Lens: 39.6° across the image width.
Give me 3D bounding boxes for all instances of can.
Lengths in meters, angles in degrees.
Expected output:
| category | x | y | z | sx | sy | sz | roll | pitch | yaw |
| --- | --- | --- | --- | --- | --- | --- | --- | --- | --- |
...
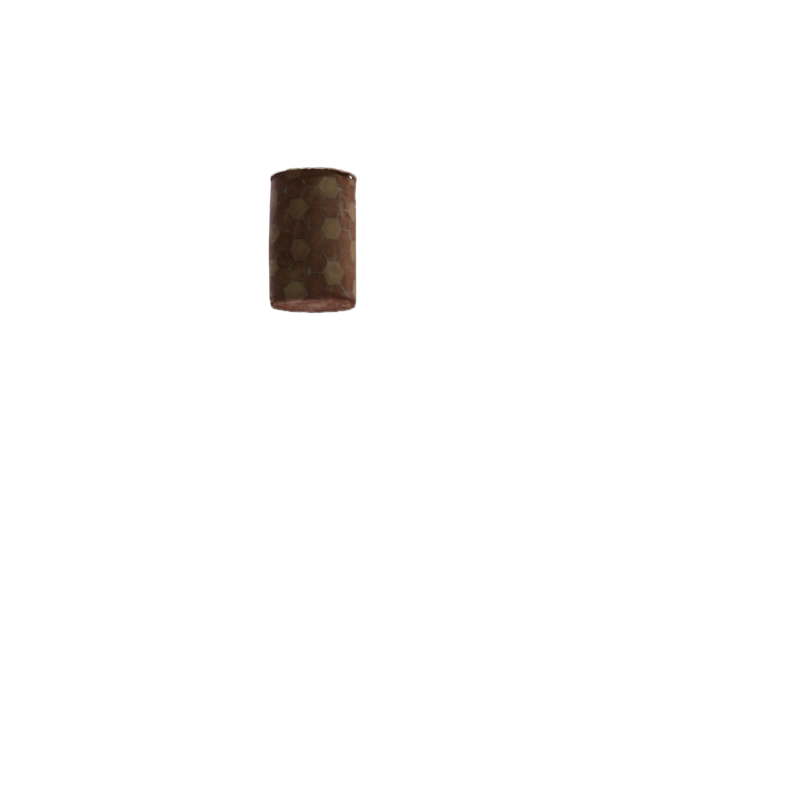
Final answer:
| category | x | y | z | sx | sy | sz | roll | pitch | yaw |
| --- | --- | --- | --- | --- | --- | --- | --- | --- | --- |
| can | -0.067 | -0.122 | 0.854 | 0.068 | 0.105 | 0.067 | 0 | -9 | -2 |
